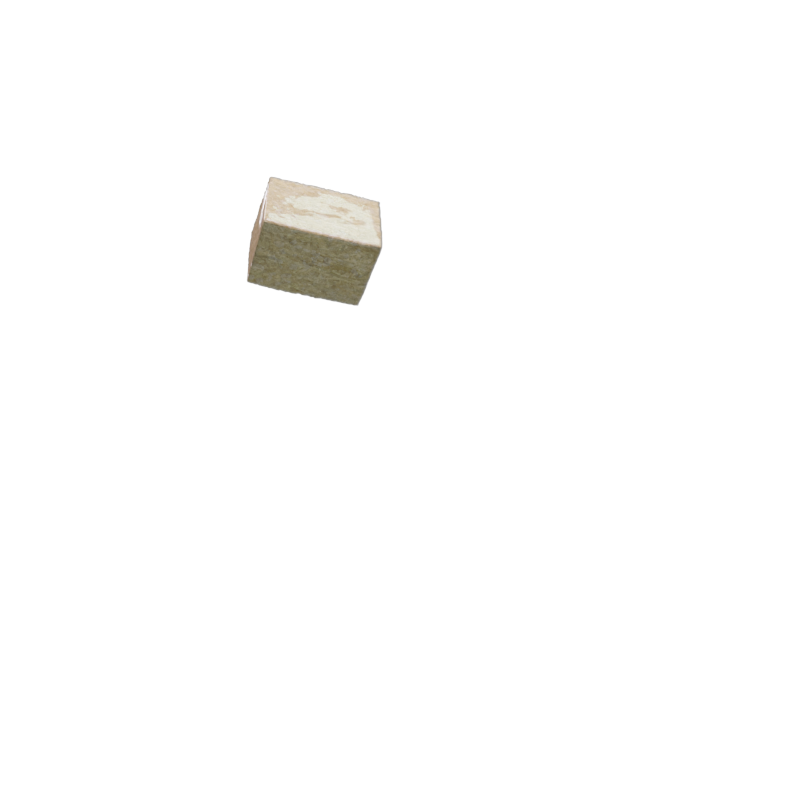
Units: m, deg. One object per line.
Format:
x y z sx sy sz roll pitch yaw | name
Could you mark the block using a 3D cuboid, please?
-0.056 -0.103 0.719 0.076 0.050 0.055 12 40 -12 | block
